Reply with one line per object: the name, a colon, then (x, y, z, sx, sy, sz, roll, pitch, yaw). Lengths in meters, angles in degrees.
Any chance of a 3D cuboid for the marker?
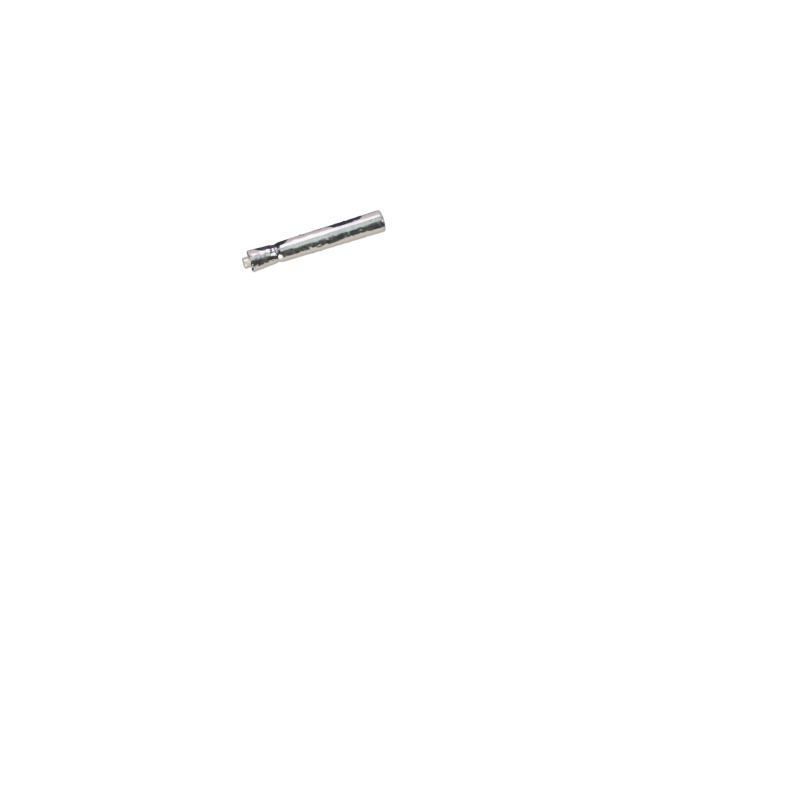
marker: (-0.071, -0.130, 0.912, 0.120, 0.019, 0.020, -18, 7, -8)
